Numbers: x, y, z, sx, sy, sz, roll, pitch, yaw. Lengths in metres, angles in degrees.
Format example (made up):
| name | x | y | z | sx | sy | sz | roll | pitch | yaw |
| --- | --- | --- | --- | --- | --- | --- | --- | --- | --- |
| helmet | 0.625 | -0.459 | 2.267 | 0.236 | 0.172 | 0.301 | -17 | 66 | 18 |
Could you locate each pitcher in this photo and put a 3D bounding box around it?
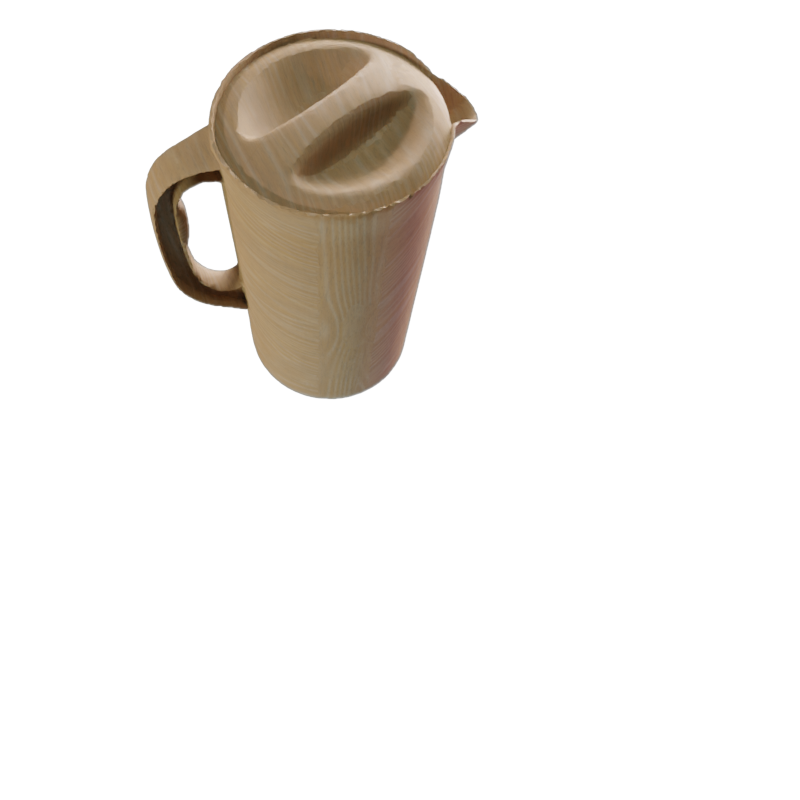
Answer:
| name | x | y | z | sx | sy | sz | roll | pitch | yaw |
| --- | --- | --- | --- | --- | --- | --- | --- | --- | --- |
| pitcher | -0.054 | -0.098 | 0.687 | 0.154 | 0.150 | 0.228 | 25 | -29 | 11 |
